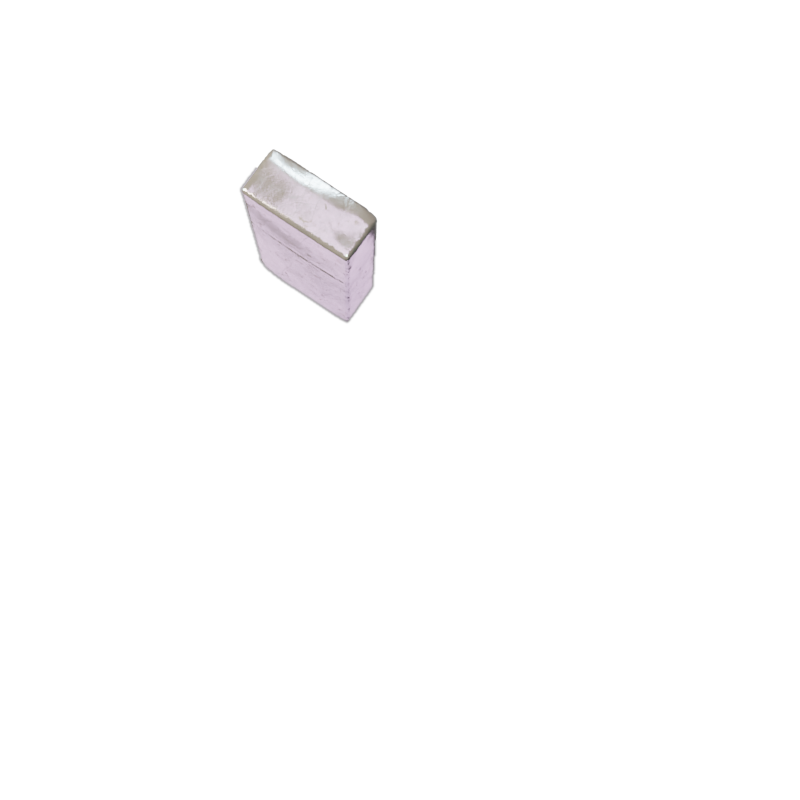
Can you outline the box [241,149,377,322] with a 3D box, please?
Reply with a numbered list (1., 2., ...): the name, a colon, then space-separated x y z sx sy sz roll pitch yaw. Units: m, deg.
1. box: -0.066 -0.121 0.843 0.095 0.049 0.170 35 -13 5
